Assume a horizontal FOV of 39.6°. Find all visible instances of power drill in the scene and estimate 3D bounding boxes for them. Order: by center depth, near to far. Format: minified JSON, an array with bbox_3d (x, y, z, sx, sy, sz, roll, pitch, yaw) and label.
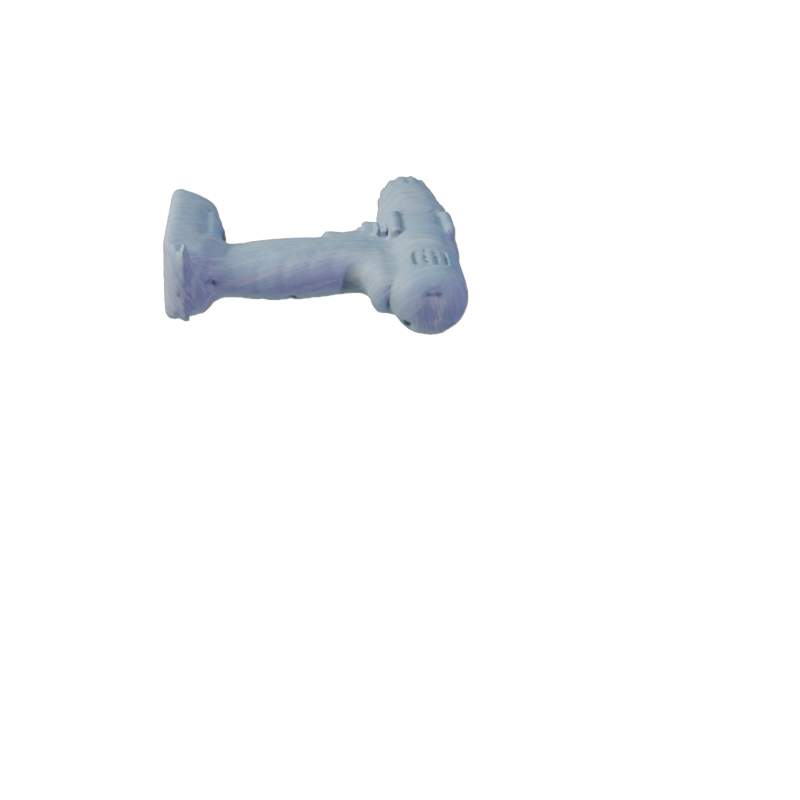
[{"bbox_3d":[-0.056,-0.103,0.720,0.187,0.054,0.195,-2,28,-3],"label":"power drill"}]
